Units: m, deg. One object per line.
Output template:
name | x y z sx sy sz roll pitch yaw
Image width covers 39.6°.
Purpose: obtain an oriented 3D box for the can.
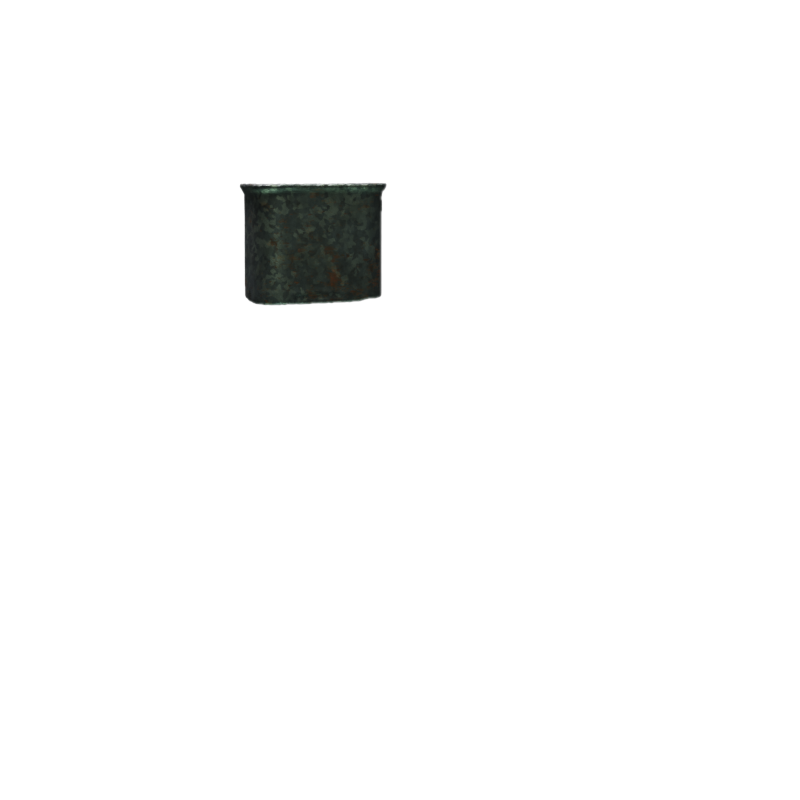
can | -0.062 -0.113 0.792 0.099 0.083 0.060 -3 7 -21
